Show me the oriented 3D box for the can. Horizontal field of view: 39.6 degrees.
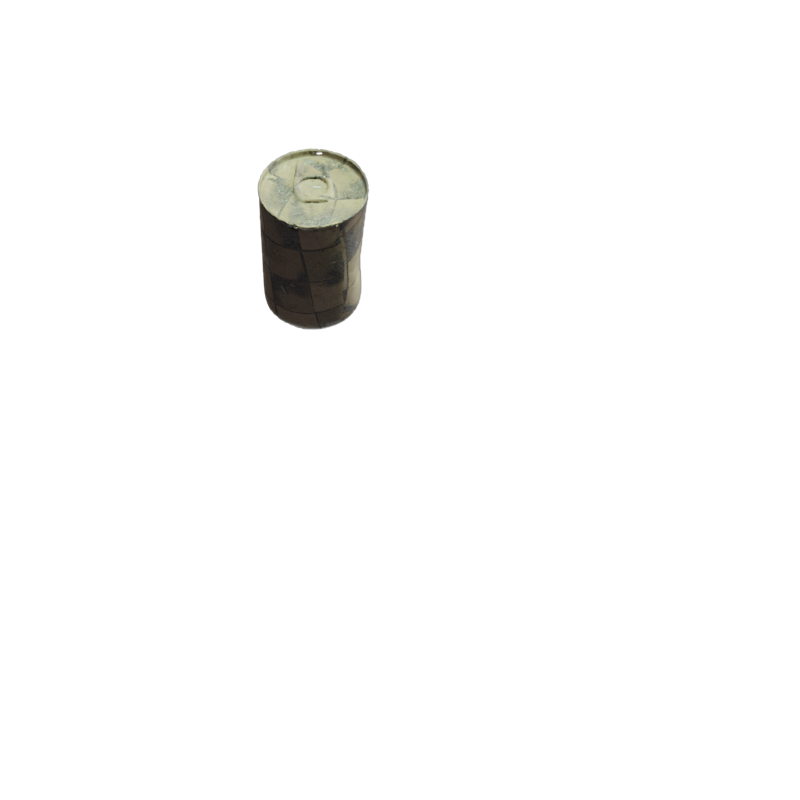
[{"bbox_3d":[-0.056,-0.102,0.712,0.068,0.073,0.095,0,-38,-3],"label":"can"}]
